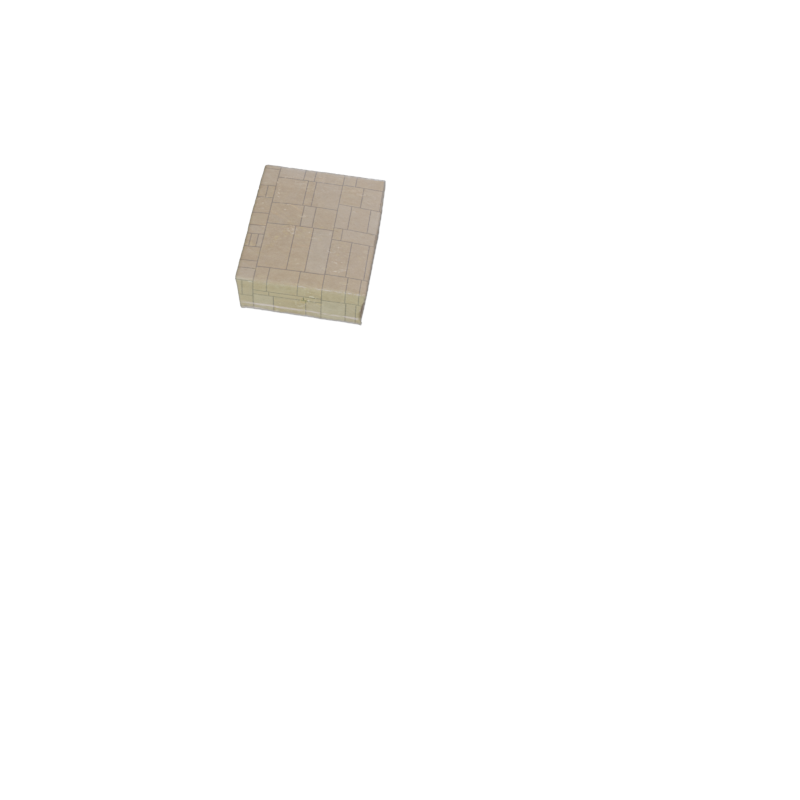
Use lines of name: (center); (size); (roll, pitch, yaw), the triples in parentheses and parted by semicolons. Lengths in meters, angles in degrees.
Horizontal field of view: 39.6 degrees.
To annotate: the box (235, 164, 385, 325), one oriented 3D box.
box: (-0.061, -0.112, 0.784); (0.090, 0.121, 0.036); (6, -36, 4)
